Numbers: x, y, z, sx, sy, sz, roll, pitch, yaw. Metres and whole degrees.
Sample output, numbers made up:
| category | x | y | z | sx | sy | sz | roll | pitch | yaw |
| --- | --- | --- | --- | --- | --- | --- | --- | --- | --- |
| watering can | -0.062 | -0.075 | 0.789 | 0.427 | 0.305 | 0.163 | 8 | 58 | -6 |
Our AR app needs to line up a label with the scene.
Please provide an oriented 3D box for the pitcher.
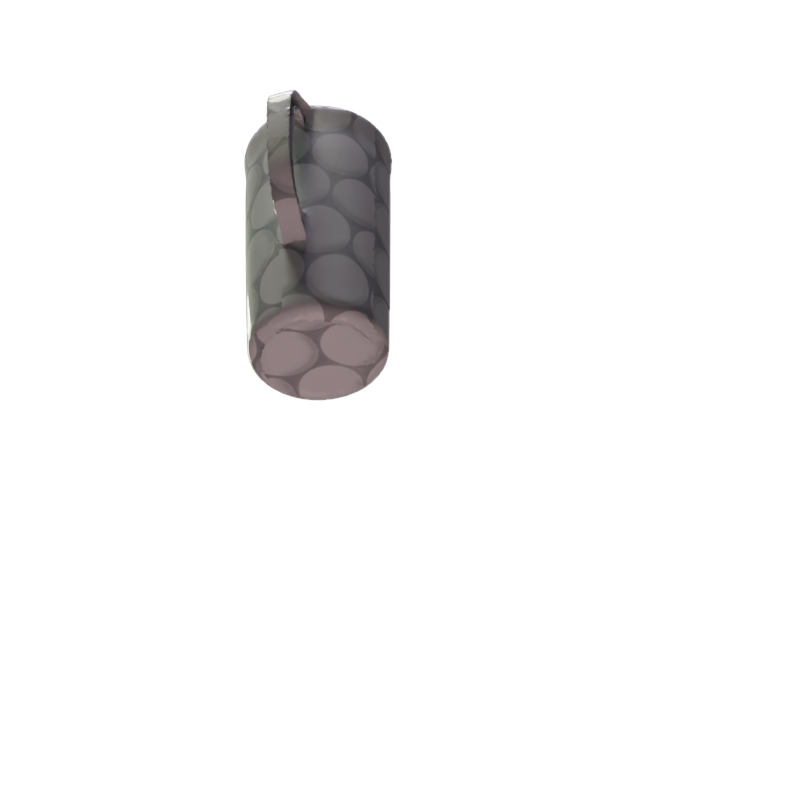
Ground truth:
| category | x | y | z | sx | sy | sz | roll | pitch | yaw |
| --- | --- | --- | --- | --- | --- | --- | --- | --- | --- |
| pitcher | -0.071 | -0.130 | 0.913 | 0.143 | 0.261 | 0.140 | 20 | -48 | -23 |
